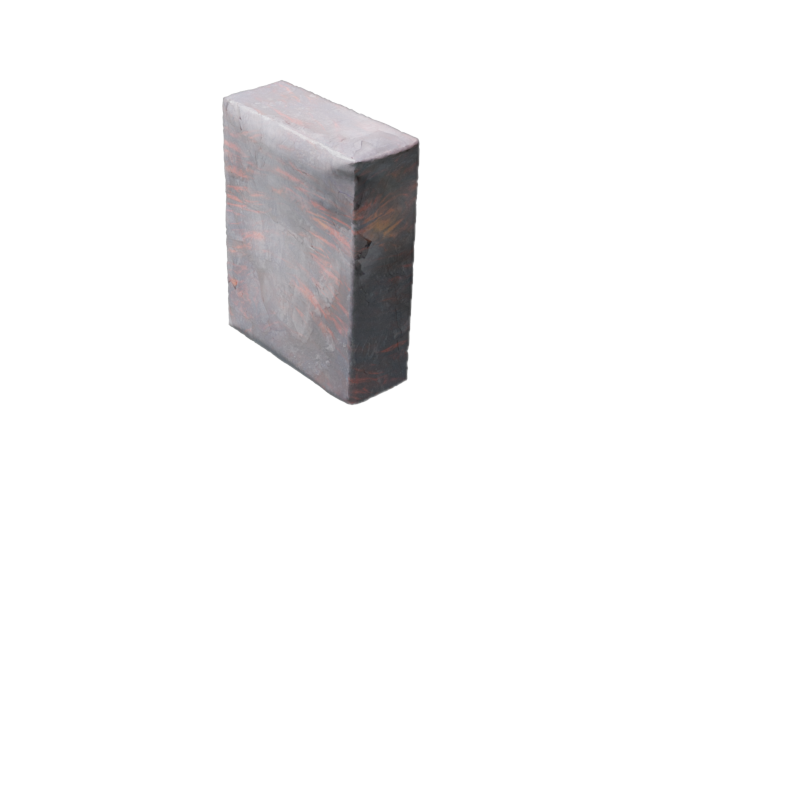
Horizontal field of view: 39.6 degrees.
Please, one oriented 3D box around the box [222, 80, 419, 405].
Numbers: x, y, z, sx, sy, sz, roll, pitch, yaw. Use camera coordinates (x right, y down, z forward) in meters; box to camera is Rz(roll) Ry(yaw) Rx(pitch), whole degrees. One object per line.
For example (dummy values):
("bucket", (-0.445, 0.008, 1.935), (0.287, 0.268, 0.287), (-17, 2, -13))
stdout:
("box", (-0.069, -0.126, 0.880), (0.071, 0.201, 0.176), (-22, 39, -35))
